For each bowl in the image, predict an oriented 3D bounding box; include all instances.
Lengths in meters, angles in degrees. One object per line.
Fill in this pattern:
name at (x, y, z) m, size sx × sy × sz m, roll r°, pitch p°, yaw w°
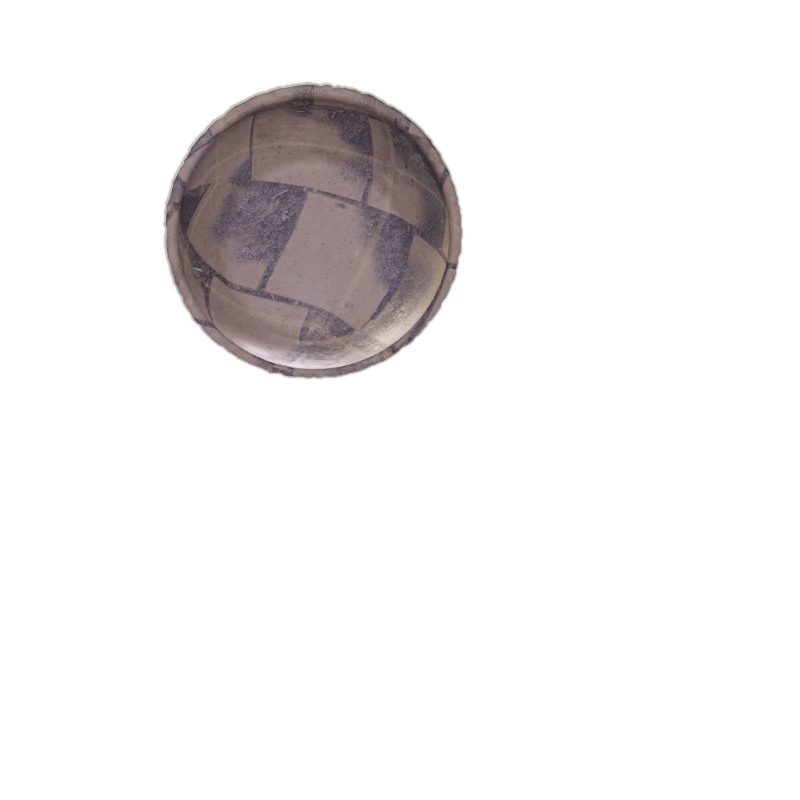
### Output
bowl at (-0.045, -0.082, 0.576) m, size 0.162 × 0.158 × 0.056 m, roll 0°, pitch 10°, yaw -1°
